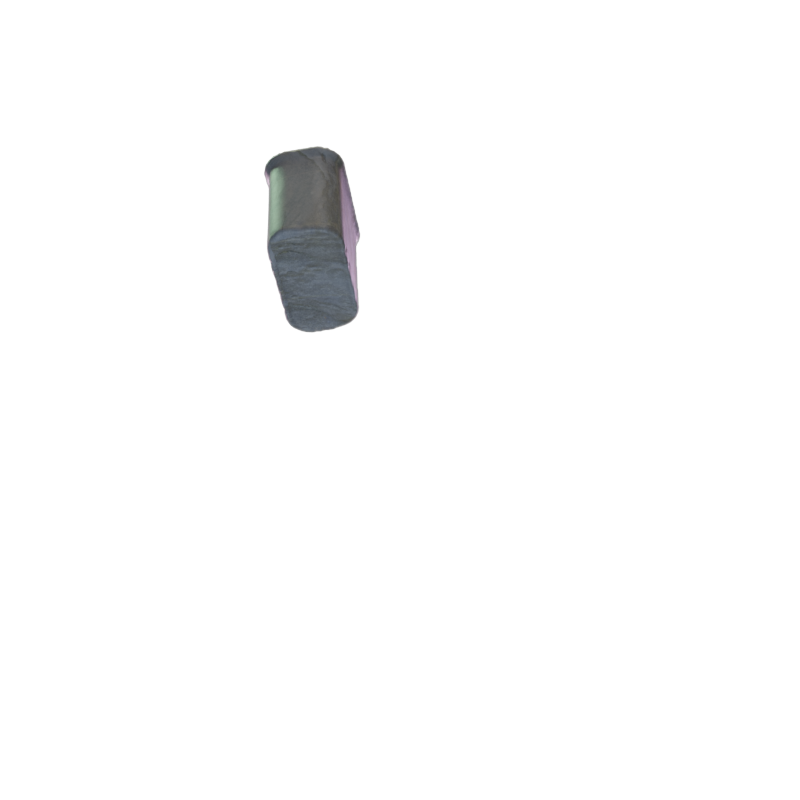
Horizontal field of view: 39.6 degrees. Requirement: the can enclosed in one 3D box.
[{"bbox_3d":[-0.061,-0.111,0.774,0.058,0.090,0.094,-8,-44,5],"label":"can"}]
